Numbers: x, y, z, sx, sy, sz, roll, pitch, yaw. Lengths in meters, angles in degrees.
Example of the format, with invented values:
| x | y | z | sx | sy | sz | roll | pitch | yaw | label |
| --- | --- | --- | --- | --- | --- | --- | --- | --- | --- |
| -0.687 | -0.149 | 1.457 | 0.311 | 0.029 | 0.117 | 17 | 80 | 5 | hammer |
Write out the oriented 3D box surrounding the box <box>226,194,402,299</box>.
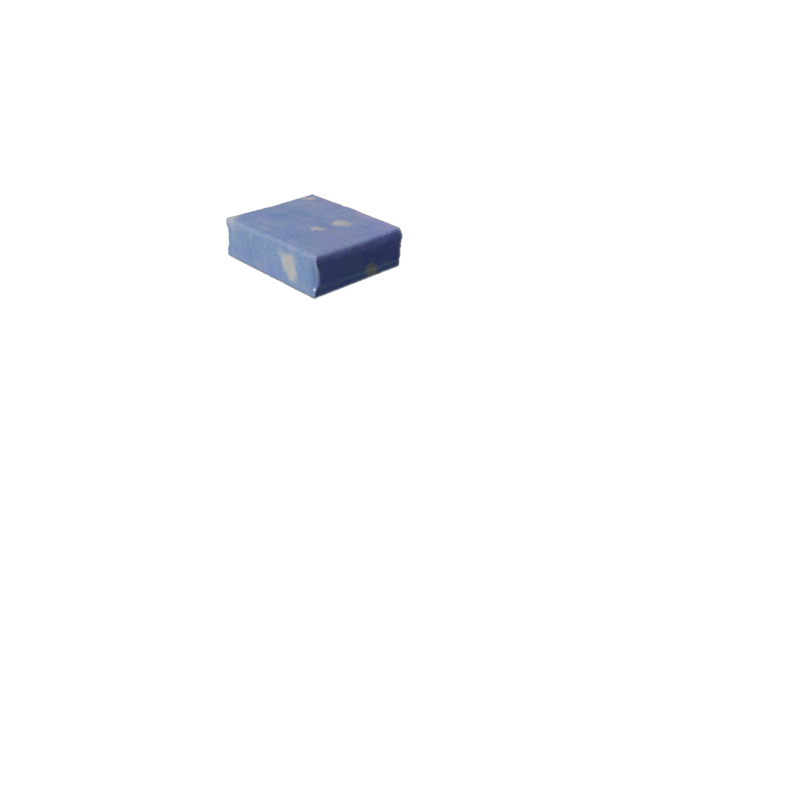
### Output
| x | y | z | sx | sy | sz | roll | pitch | yaw | label |
| --- | --- | --- | --- | --- | --- | --- | --- | --- | --- |
| -0.055 | -0.100 | 0.703 | 0.072 | 0.029 | 0.095 | -23 | 36 | -37 | box |
